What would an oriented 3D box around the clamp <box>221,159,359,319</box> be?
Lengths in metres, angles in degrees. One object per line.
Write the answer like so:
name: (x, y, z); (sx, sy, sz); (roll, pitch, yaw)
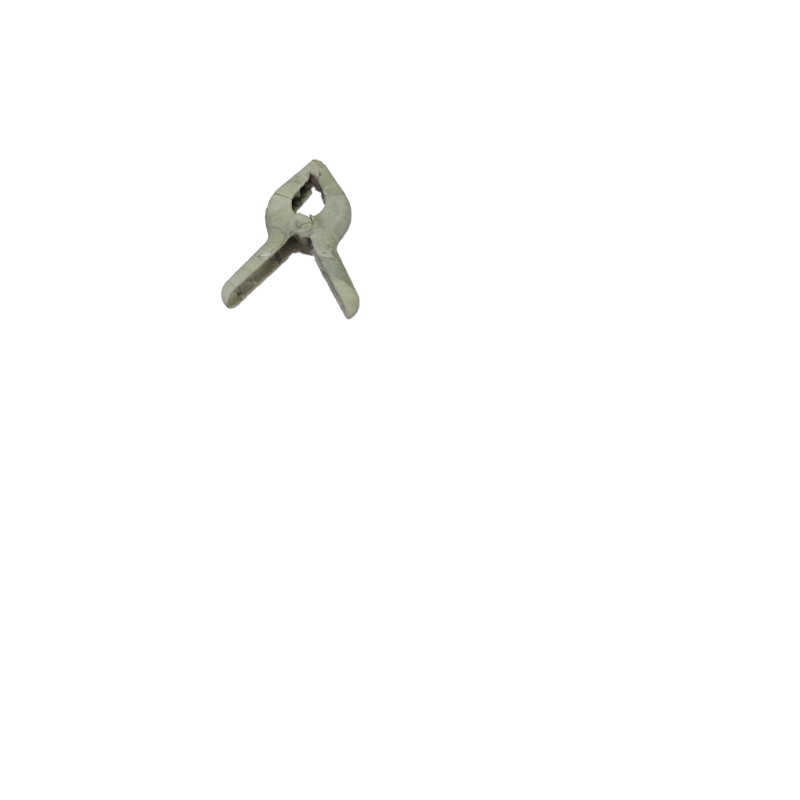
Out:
clamp: (-0.078, -0.142, 0.994); (0.122, 0.180, 0.037); (14, -31, 8)
